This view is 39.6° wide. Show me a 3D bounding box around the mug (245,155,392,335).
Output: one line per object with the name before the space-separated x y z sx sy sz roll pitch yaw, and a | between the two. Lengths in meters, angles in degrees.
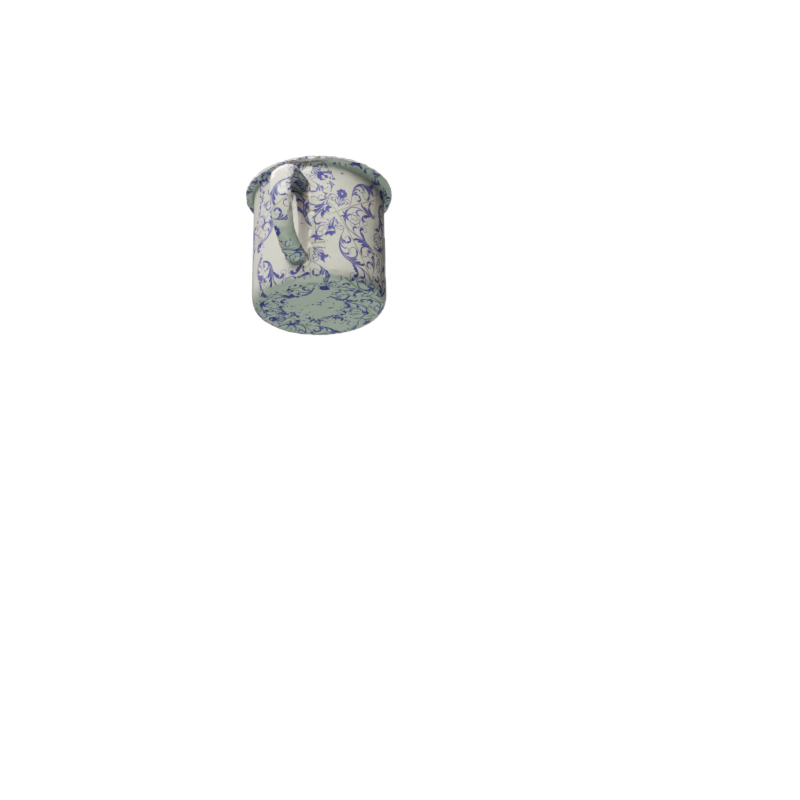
mug | -0.053 -0.097 0.676 0.094 0.086 0.109 -7 -26 12
